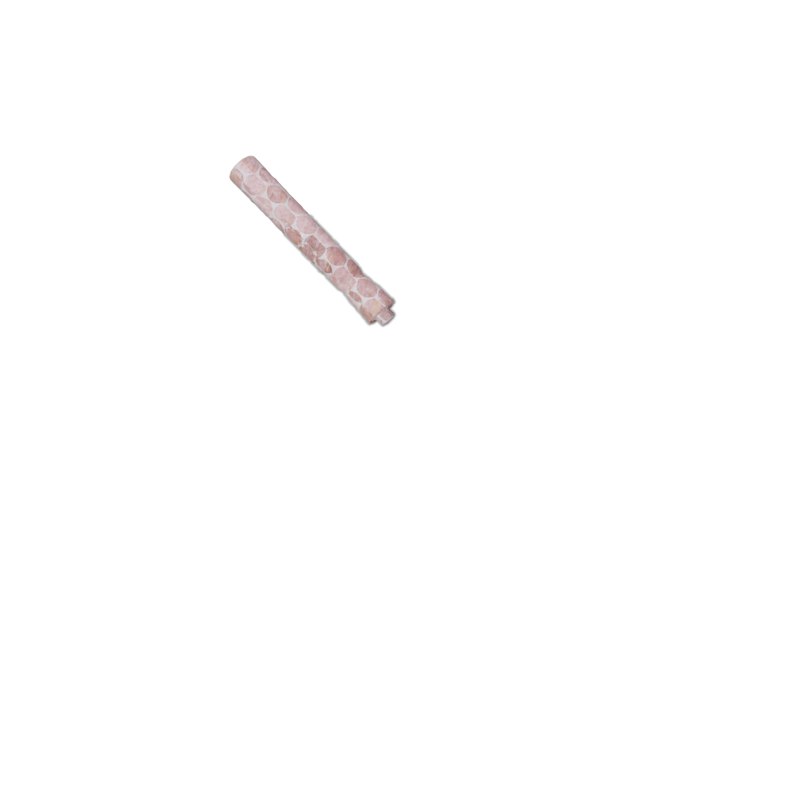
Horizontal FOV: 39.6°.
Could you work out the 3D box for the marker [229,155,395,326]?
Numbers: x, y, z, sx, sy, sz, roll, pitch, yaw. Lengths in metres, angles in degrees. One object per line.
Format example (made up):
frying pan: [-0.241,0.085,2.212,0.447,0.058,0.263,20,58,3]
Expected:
marker: [-0.047,-0.086,0.603,0.126,0.019,0.019,47,18,15]
